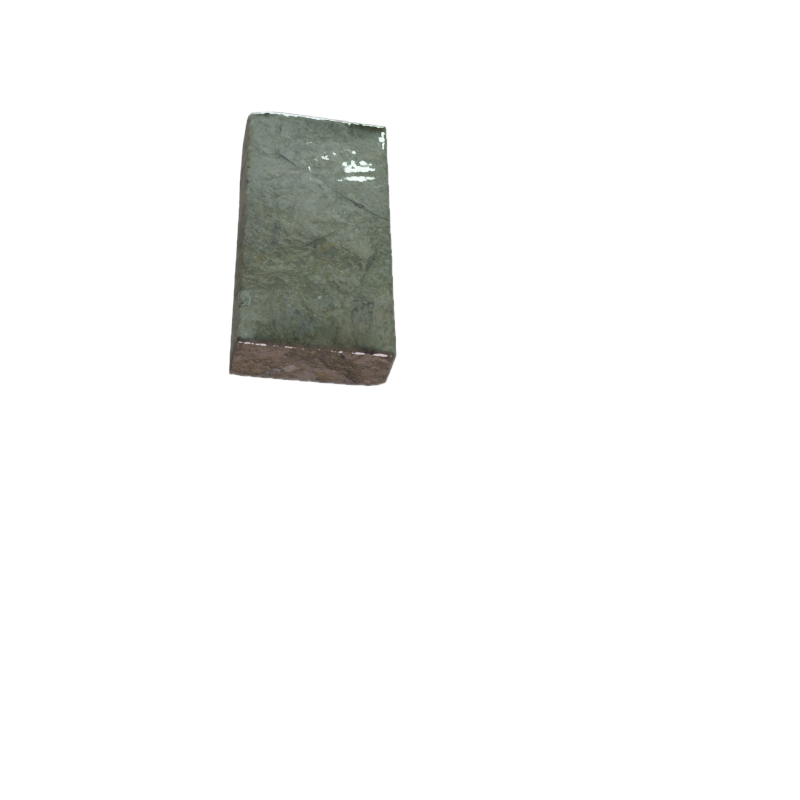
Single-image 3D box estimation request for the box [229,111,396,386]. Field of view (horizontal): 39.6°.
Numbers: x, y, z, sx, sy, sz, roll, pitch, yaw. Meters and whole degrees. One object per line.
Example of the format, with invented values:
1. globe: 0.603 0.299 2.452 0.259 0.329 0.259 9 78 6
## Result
1. box: -0.053 -0.097 0.677 0.092 0.188 0.046 4 -33 -10
